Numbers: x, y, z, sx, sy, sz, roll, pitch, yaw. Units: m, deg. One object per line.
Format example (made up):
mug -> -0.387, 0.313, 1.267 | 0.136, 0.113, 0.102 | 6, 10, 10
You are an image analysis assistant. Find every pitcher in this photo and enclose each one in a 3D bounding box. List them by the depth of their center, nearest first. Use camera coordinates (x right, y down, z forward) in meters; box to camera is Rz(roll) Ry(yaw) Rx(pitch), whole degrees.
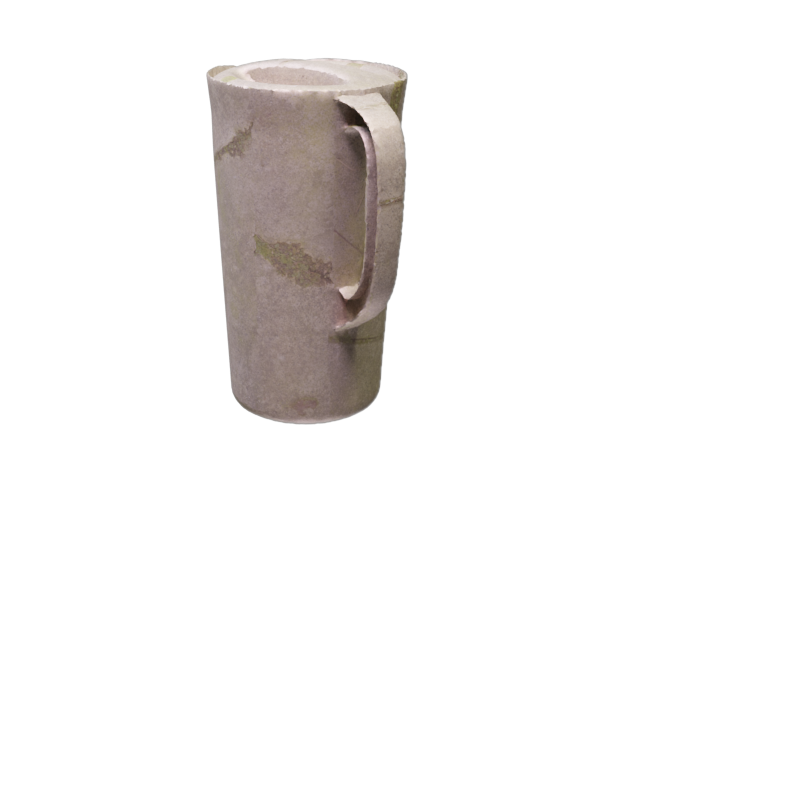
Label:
pitcher -> -0.059, -0.108, 0.757 | 0.148, 0.233, 0.153 | 5, 21, 11
